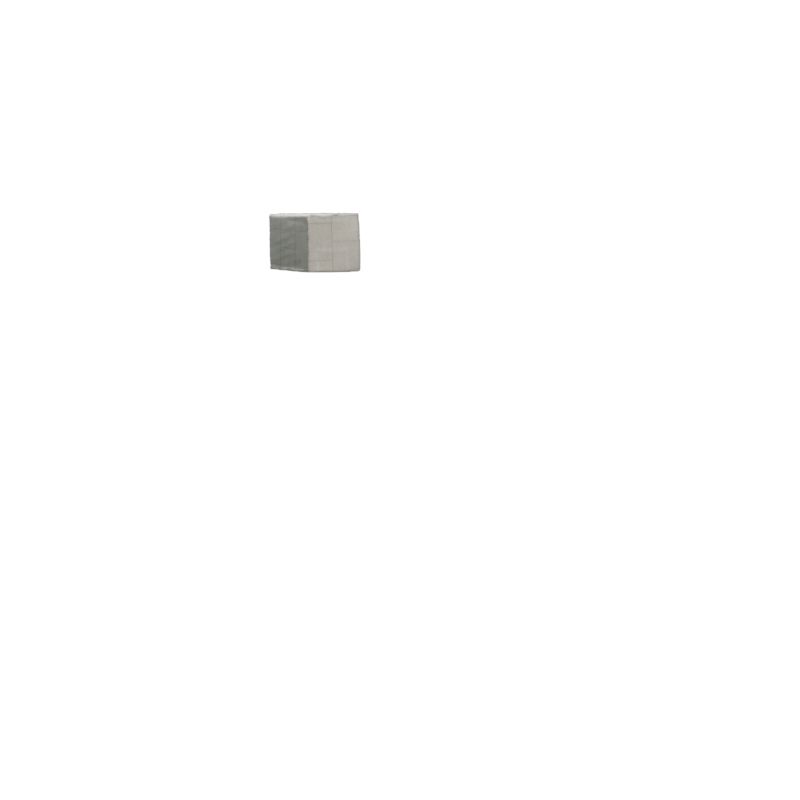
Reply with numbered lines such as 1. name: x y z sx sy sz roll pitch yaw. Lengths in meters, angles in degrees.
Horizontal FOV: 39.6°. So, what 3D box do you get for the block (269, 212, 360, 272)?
1. block: -0.077 -0.141 0.985 0.051 0.051 0.081 -3 8 -32
